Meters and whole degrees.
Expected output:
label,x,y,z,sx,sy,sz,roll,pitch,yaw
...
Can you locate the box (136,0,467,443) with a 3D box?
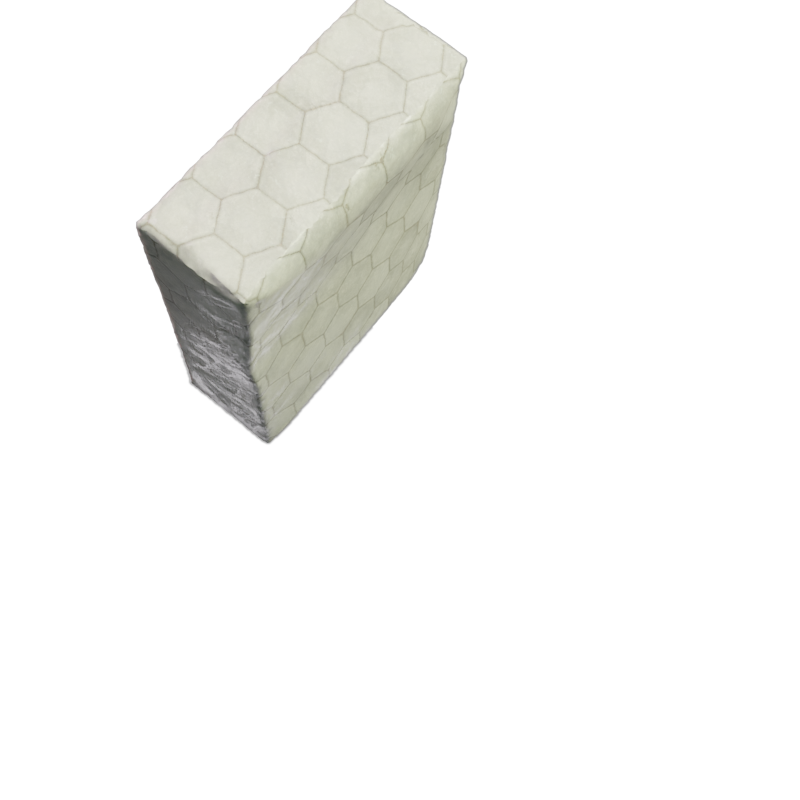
label,x,y,z,sx,sy,sz,roll,pitch,yaw
box,-0.046,-0.084,0.586,0.074,0.167,0.204,36,-18,8
